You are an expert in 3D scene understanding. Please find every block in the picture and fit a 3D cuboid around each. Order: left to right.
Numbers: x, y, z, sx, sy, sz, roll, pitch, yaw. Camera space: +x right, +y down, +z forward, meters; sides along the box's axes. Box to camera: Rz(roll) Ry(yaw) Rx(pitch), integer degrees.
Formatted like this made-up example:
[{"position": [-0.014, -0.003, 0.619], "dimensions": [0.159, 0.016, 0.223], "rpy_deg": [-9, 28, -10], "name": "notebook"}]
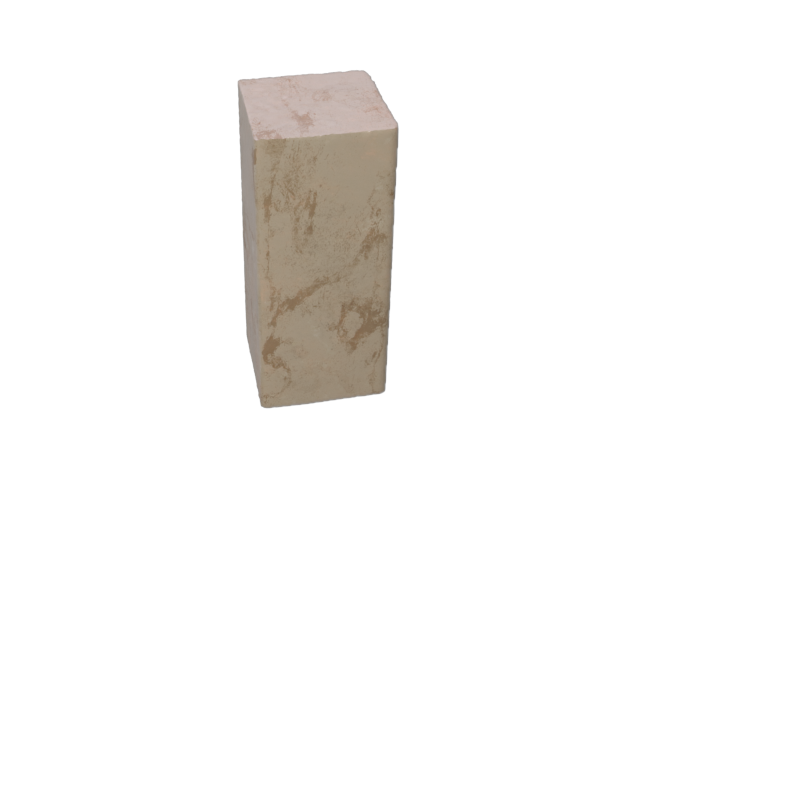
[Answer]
[{"position": [-0.058, -0.106, 0.746], "dimensions": [0.089, 0.193, 0.098], "rpy_deg": [-6, 36, -12], "name": "block"}]
